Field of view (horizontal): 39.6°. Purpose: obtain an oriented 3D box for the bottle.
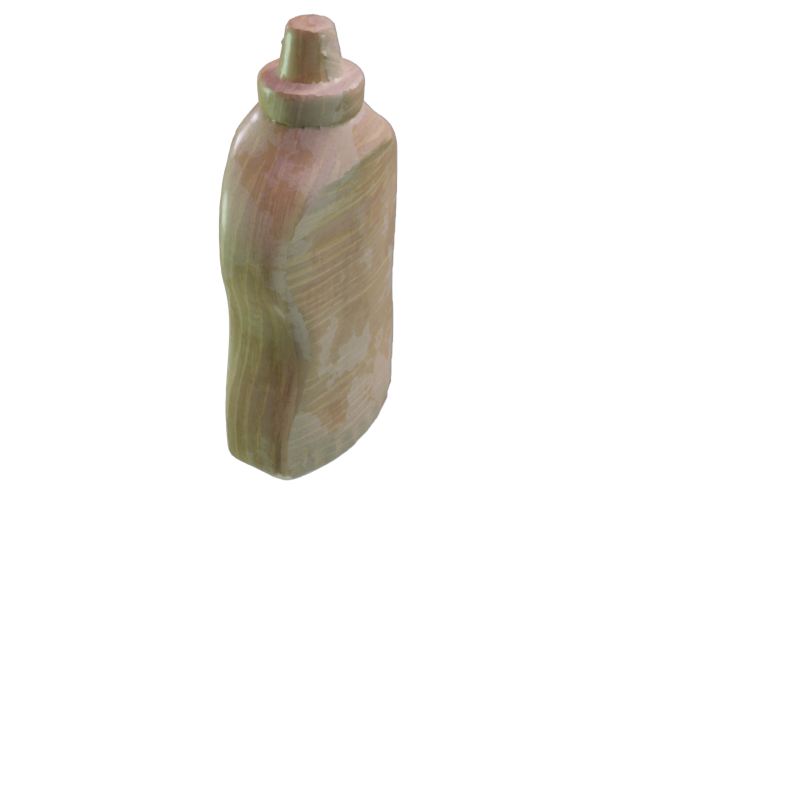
[{"bbox_3d":[-0.036,-0.066,0.459,0.061,0.179,0.098,21,40,24],"label":"bottle"}]
